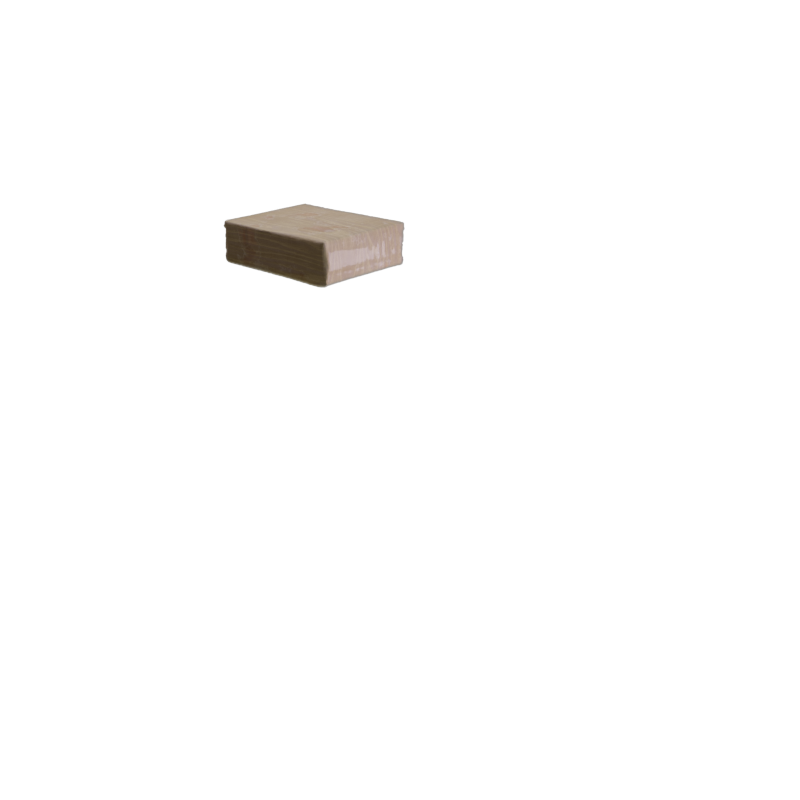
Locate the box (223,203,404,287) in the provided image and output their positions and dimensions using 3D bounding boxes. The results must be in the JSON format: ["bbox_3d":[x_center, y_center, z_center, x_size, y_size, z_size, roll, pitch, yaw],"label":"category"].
[{"bbox_3d":[-0.067,-0.123,0.861,0.120,0.037,0.088,20,29,39],"label":"box"}]
